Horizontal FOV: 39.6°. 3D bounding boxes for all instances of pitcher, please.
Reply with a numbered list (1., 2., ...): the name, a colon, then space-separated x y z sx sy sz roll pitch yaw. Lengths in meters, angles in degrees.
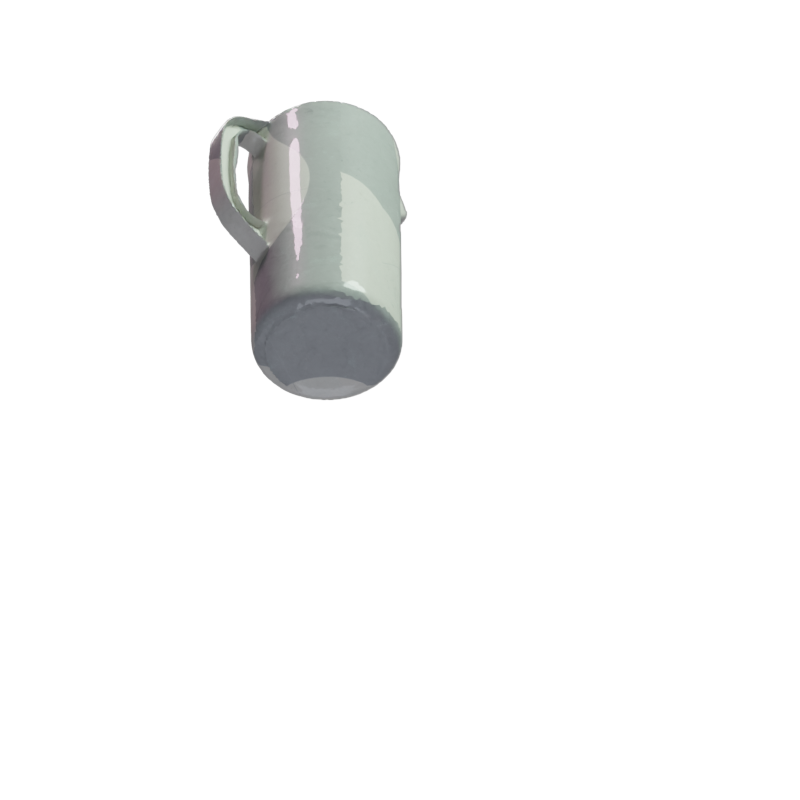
1. pitcher: -0.068 -0.124 0.871 0.150 0.134 0.261 -8 42 4
